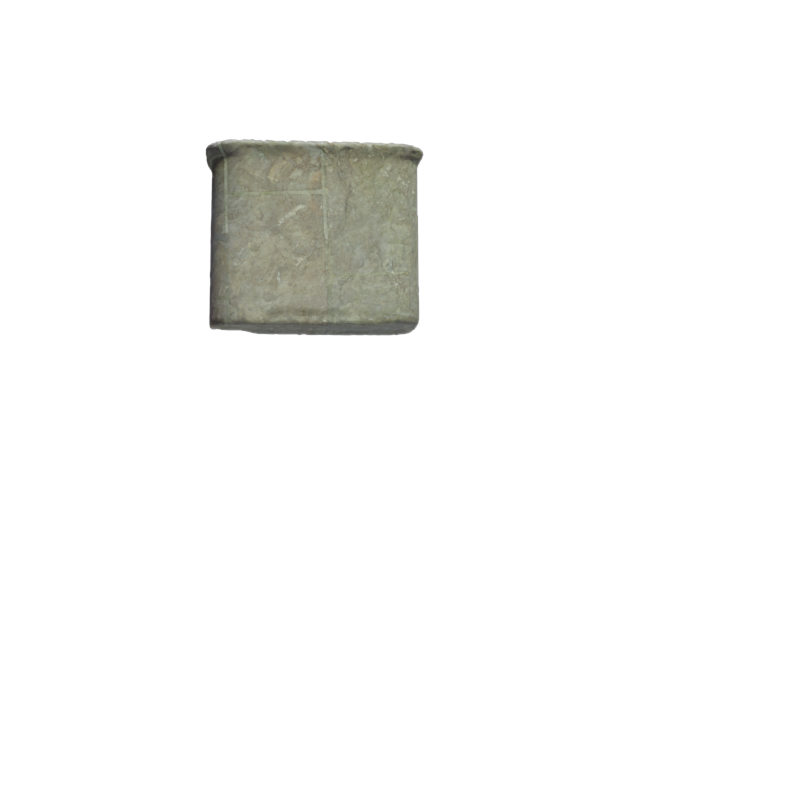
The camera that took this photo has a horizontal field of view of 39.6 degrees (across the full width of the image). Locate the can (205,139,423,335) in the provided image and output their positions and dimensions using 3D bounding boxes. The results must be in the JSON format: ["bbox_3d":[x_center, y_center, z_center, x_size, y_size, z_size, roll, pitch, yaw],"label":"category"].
[{"bbox_3d":[-0.041,-0.074,0.520,0.101,0.086,0.057,0,-7,-6],"label":"can"}]
